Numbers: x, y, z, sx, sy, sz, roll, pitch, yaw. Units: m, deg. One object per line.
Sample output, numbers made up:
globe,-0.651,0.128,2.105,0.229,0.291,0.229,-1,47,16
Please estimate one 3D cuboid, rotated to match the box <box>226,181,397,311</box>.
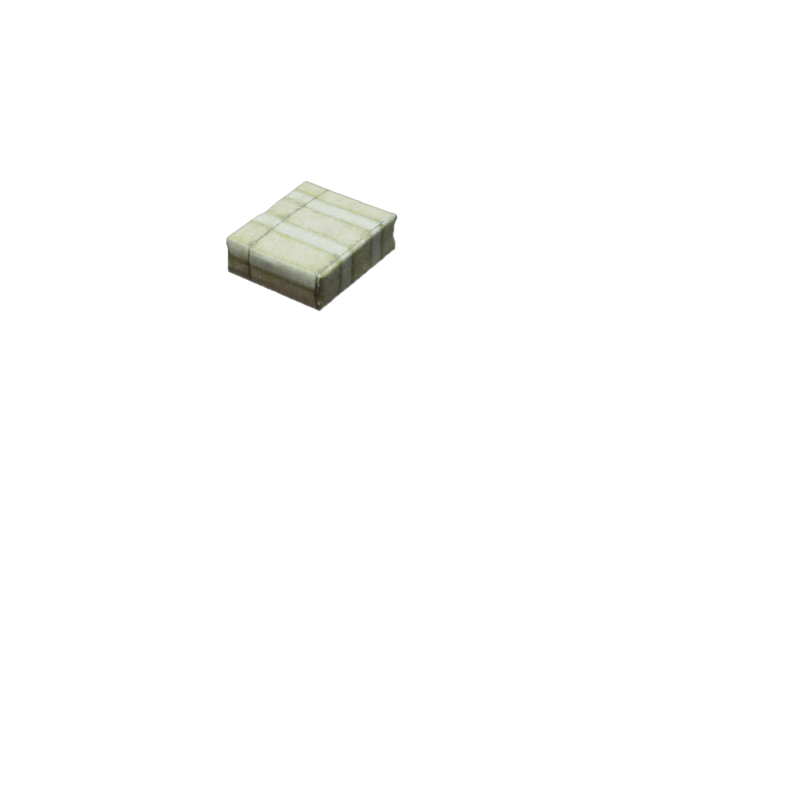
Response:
box,-0.055,-0.101,0.706,0.077,0.028,0.091,23,44,25
